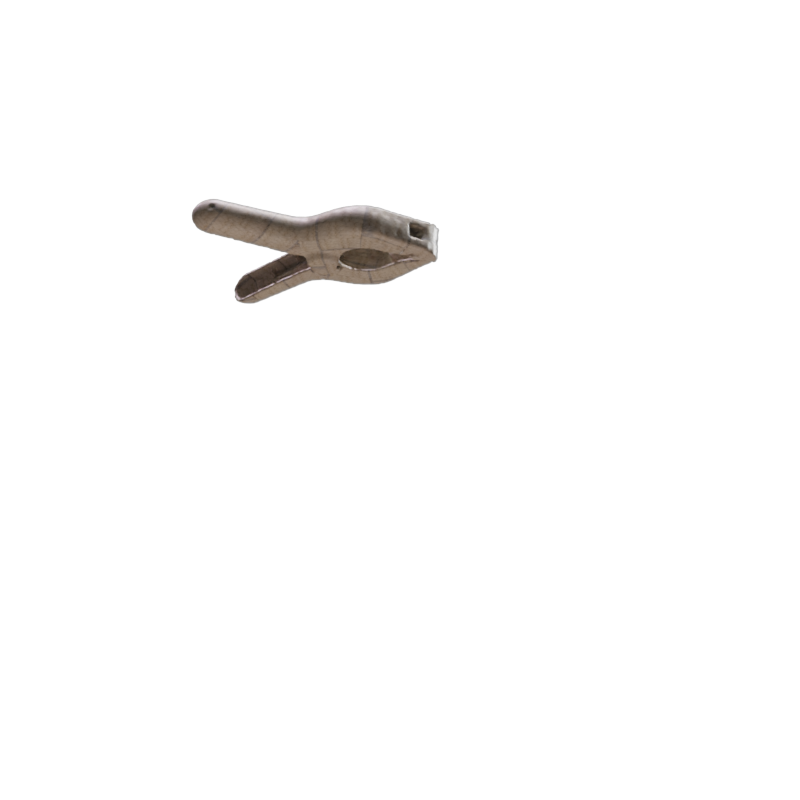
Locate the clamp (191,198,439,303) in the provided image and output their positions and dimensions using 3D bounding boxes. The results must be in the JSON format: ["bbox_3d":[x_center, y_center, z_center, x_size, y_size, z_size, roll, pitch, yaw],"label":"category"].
[{"bbox_3d":[-0.062,-0.113,0.793,0.174,0.041,0.112,-8,-23,18],"label":"clamp"}]
